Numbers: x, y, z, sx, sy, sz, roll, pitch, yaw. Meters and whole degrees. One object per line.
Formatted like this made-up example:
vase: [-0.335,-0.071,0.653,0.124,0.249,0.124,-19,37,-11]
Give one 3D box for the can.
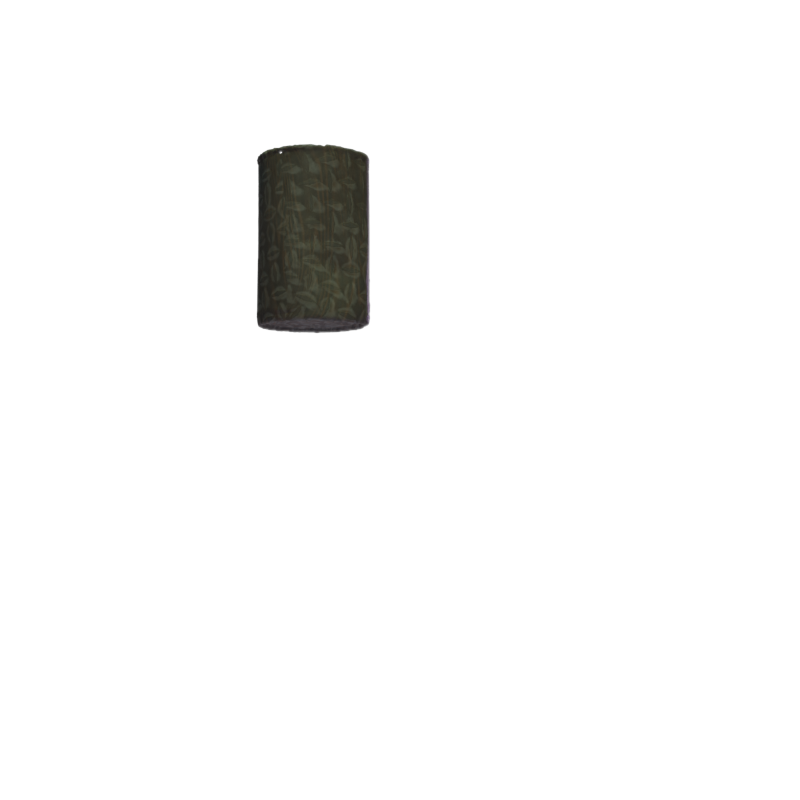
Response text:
can: [-0.052,-0.094,0.660,0.068,0.105,0.067,0,-8,-2]
